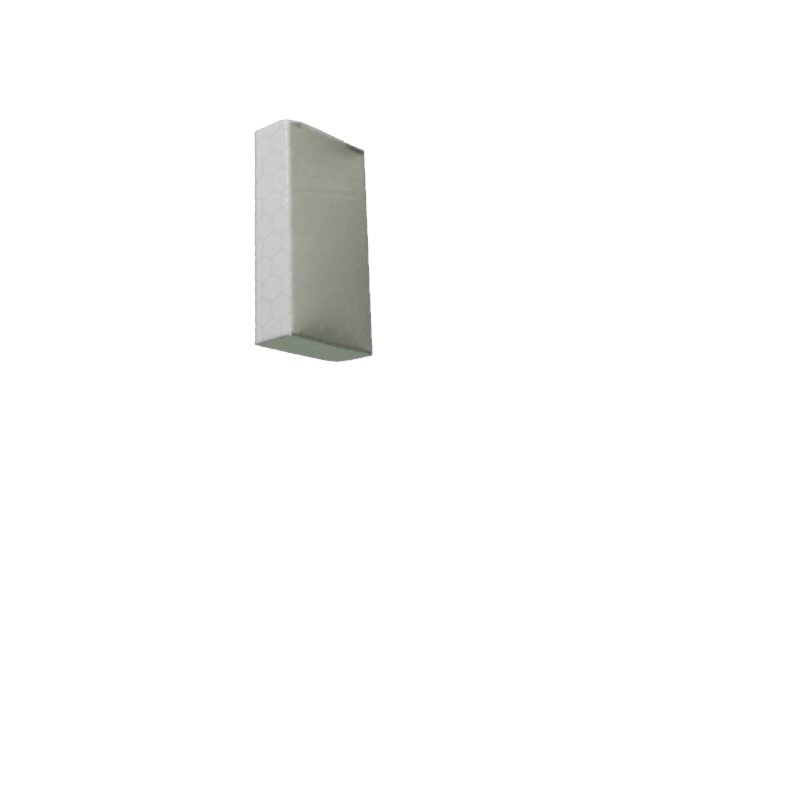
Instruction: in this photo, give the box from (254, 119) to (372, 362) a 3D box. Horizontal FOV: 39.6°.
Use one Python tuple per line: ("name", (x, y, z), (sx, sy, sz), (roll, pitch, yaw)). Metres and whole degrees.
("box", (-0.068, -0.123, 0.863), (0.049, 0.184, 0.088), (-16, -22, 40))
